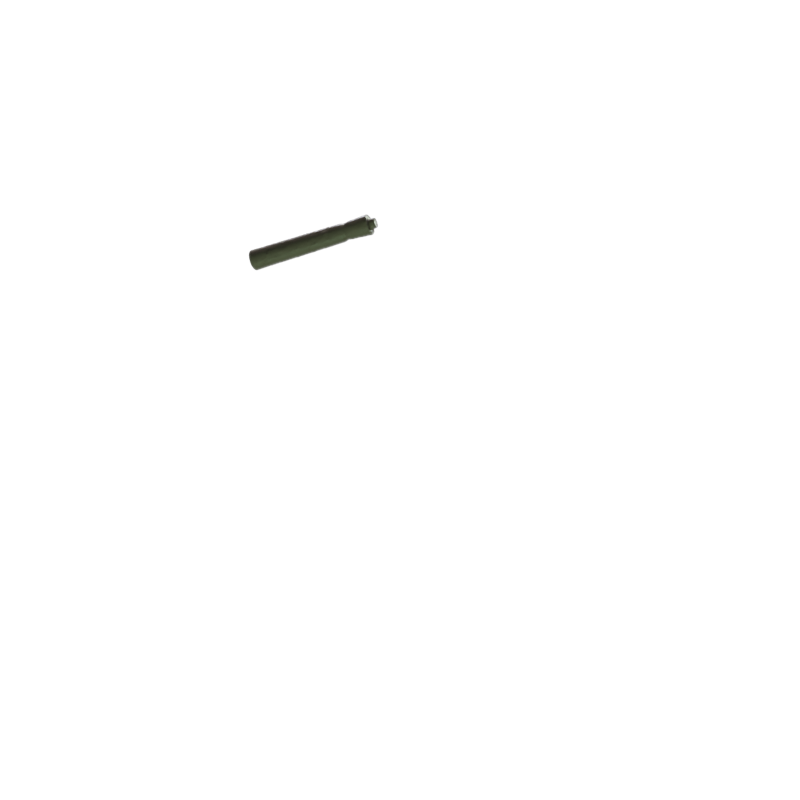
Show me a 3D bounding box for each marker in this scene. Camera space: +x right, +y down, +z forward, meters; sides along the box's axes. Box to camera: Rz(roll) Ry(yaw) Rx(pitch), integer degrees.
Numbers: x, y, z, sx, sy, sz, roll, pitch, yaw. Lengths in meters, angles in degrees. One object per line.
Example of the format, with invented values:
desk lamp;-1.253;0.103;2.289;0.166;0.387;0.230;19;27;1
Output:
marker;-0.077;-0.141;0.988;0.122;0.020;0.019;-14;-1;19
